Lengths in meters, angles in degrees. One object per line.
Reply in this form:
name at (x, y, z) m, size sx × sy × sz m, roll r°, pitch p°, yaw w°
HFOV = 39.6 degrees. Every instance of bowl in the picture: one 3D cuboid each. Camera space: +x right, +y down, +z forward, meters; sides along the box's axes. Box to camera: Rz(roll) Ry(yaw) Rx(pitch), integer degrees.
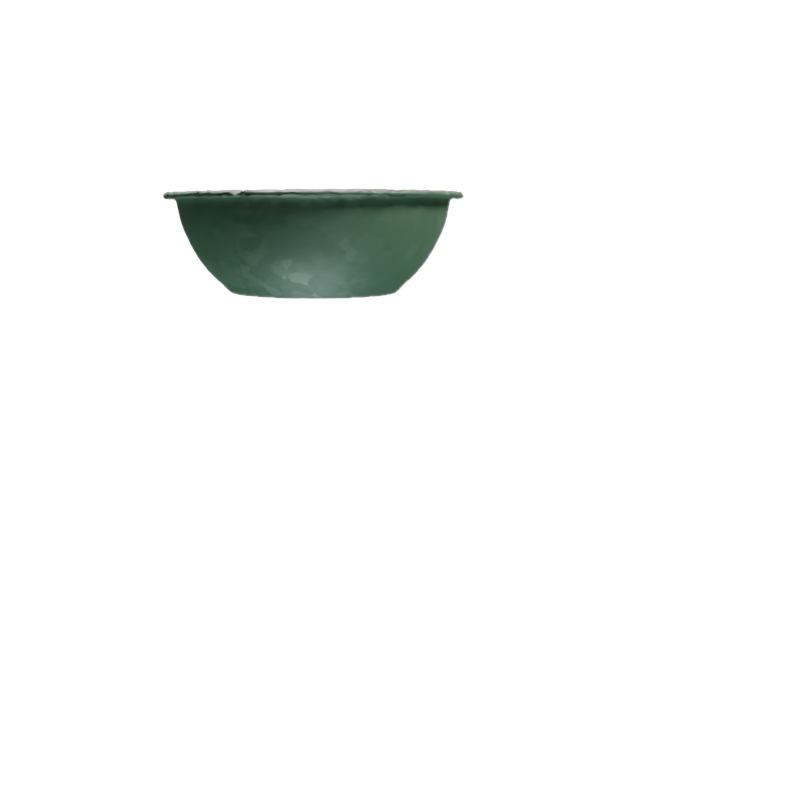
bowl at (-0.047, -0.086, 0.601) m, size 0.162 × 0.054 × 0.165 m, roll 0°, pitch 9°, yaw -2°
